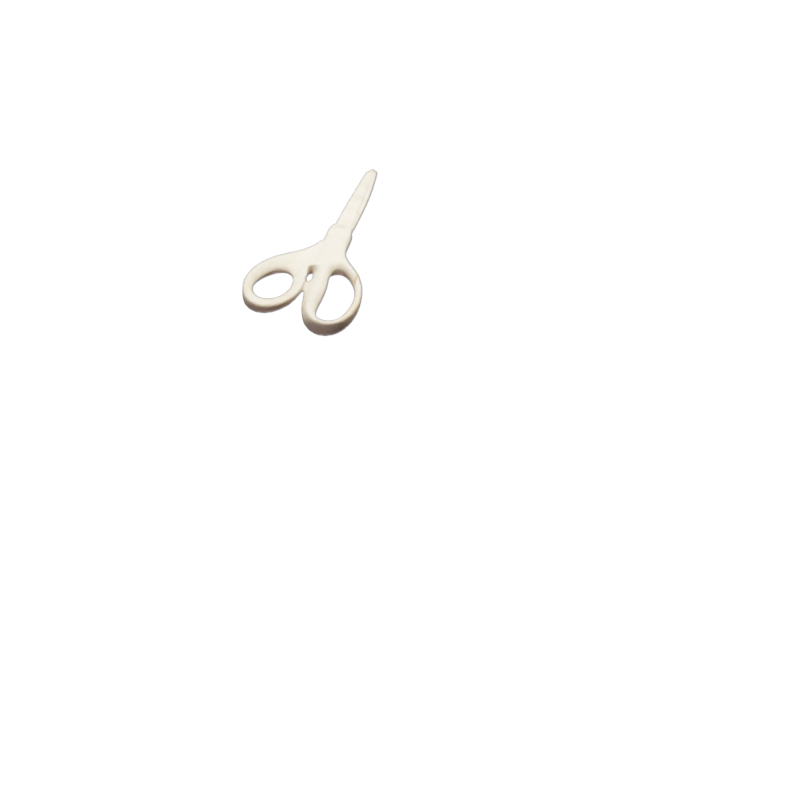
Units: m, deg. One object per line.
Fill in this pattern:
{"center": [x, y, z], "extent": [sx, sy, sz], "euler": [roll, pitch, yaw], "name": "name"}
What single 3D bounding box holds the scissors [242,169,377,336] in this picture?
{"center": [-0.067, -0.121, 0.850], "extent": [0.096, 0.015, 0.216], "euler": [0, 42, 0], "name": "scissors"}
